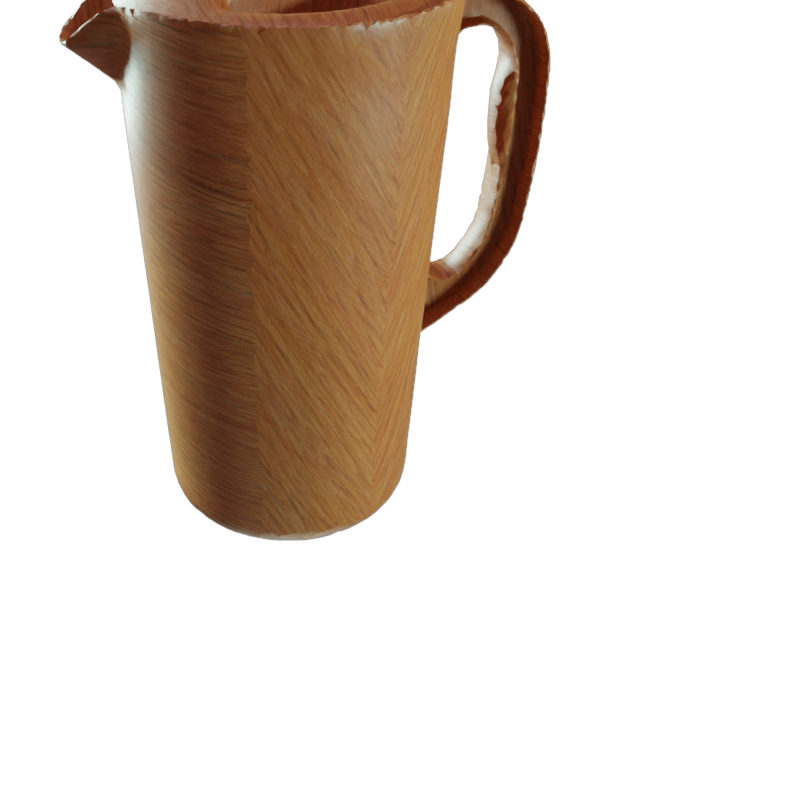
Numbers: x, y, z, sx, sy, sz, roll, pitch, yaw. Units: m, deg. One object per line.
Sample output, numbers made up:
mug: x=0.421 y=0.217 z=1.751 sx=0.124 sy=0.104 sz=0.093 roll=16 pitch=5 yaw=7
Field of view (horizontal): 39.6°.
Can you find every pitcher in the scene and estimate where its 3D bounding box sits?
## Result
pitcher: x=-0.036 y=-0.066 z=0.464 sx=0.156 sy=0.228 sz=0.148 roll=18 pitch=36 yaw=23
